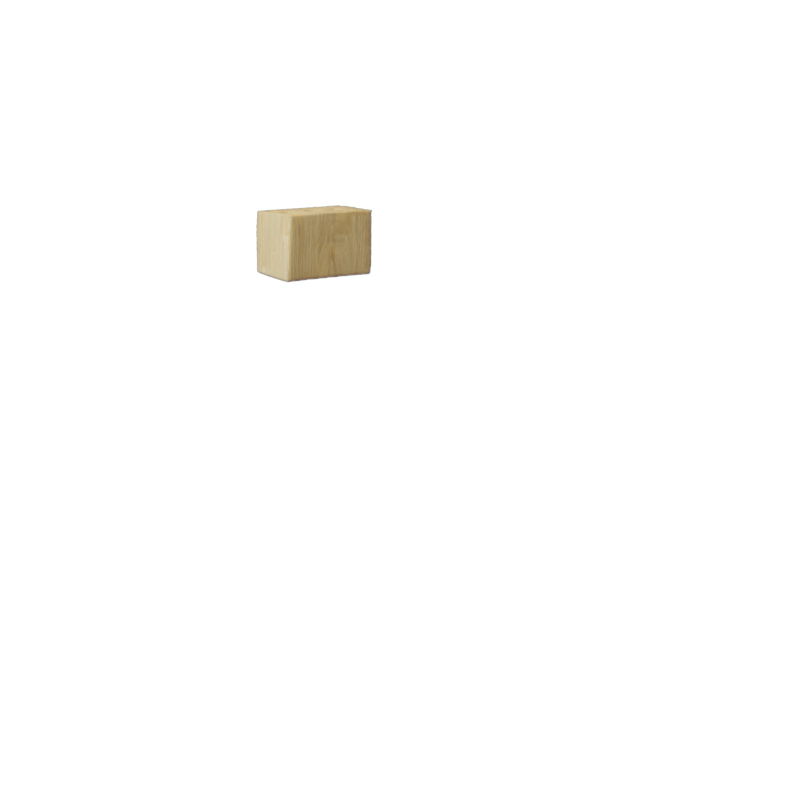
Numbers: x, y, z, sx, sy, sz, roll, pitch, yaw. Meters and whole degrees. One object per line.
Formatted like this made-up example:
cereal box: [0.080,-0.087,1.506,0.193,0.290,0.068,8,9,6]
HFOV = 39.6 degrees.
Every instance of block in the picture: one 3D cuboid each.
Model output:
block: [-0.068,-0.125,0.872,0.076,0.050,0.056,-9,15,-33]
